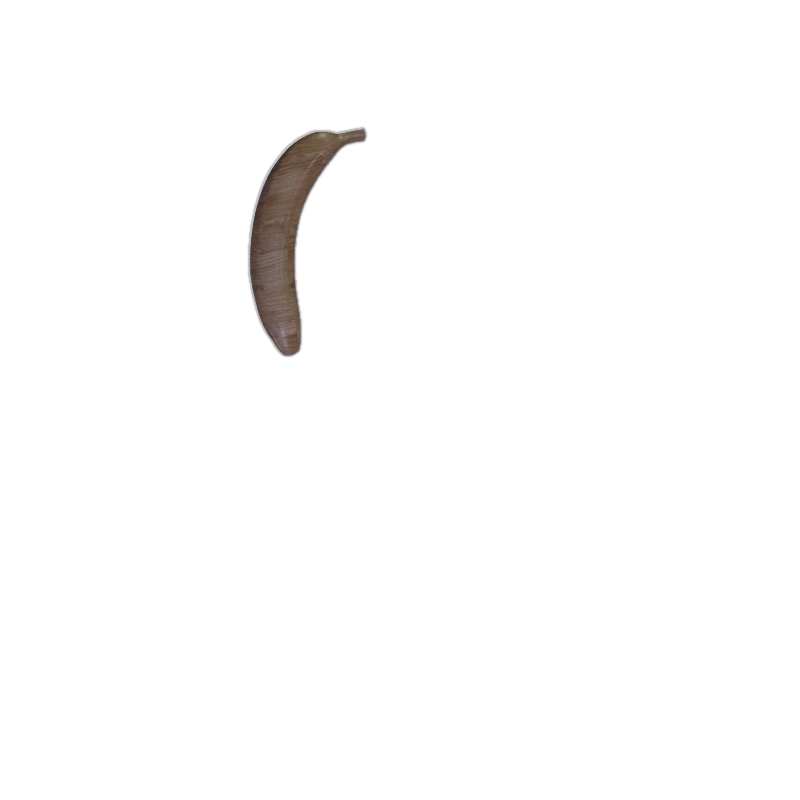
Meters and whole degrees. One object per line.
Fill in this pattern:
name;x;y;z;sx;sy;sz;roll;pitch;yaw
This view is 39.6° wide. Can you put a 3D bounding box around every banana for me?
banana;-0.087;-0.138;0.898;0.070;0.199;0.036;17;-4;0
